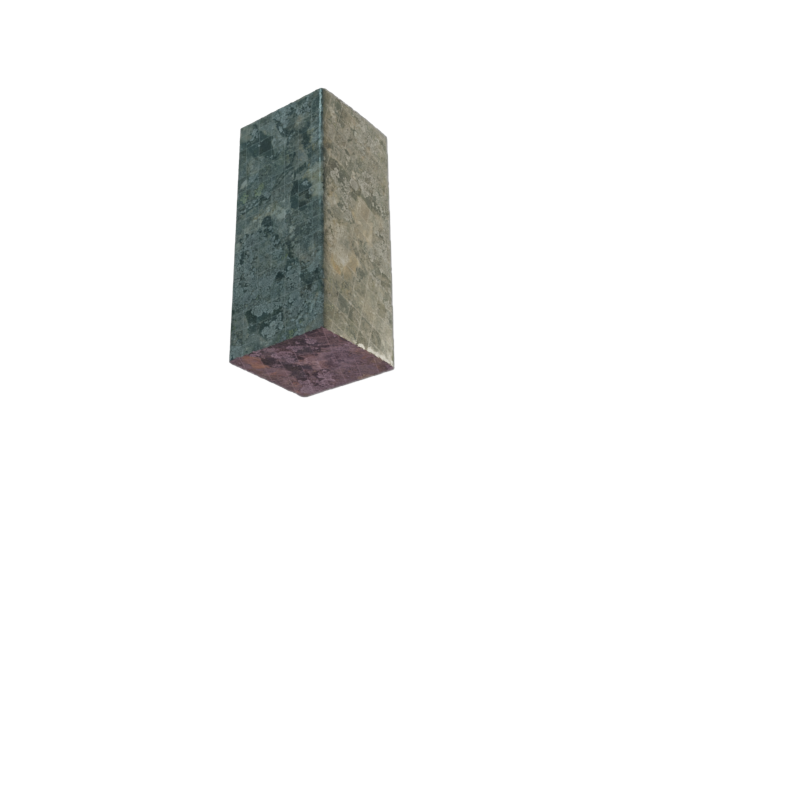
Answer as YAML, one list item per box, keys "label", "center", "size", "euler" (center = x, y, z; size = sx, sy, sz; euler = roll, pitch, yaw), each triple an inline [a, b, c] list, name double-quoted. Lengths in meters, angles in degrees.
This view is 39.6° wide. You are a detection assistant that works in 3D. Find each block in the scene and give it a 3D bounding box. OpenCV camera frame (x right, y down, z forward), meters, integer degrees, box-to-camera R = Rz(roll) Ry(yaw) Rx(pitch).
- label: "block"
  center: [-0.066, -0.121, 0.850]
  size: [0.091, 0.219, 0.084]
  euler: [-21, -33, 31]
